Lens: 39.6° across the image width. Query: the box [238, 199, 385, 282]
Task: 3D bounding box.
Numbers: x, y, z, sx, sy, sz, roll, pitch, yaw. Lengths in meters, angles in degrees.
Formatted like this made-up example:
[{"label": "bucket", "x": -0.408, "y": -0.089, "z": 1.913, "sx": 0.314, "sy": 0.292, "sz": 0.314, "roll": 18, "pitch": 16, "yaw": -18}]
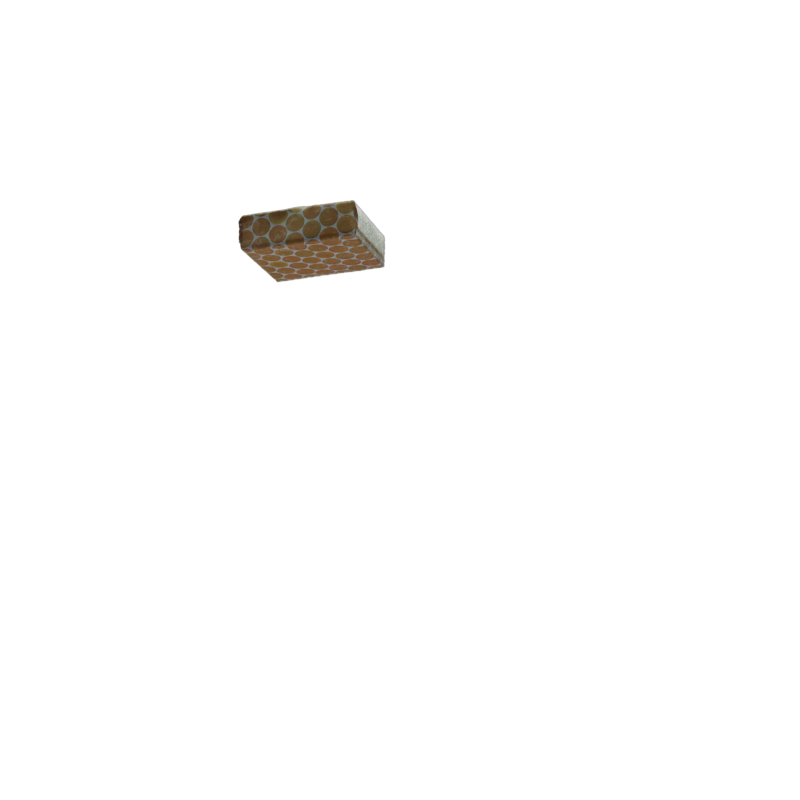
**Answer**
[{"label": "box", "x": -0.063, "y": -0.115, "z": 0.807, "sx": 0.091, "sy": 0.031, "sz": 0.069, "roll": -5, "pitch": -15, "yaw": 18}]
